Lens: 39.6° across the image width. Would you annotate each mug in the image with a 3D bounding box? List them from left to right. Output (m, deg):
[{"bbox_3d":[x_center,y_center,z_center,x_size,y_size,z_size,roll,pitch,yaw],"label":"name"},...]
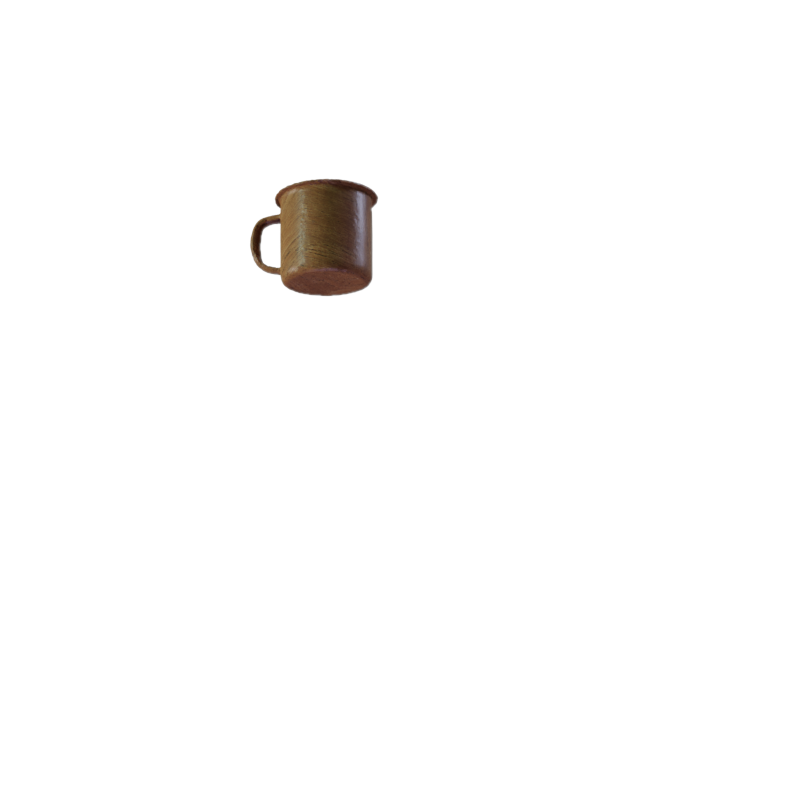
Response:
[{"bbox_3d":[-0.077,-0.141,0.989,0.119,0.085,0.088,-3,-15,11],"label":"mug"}]
